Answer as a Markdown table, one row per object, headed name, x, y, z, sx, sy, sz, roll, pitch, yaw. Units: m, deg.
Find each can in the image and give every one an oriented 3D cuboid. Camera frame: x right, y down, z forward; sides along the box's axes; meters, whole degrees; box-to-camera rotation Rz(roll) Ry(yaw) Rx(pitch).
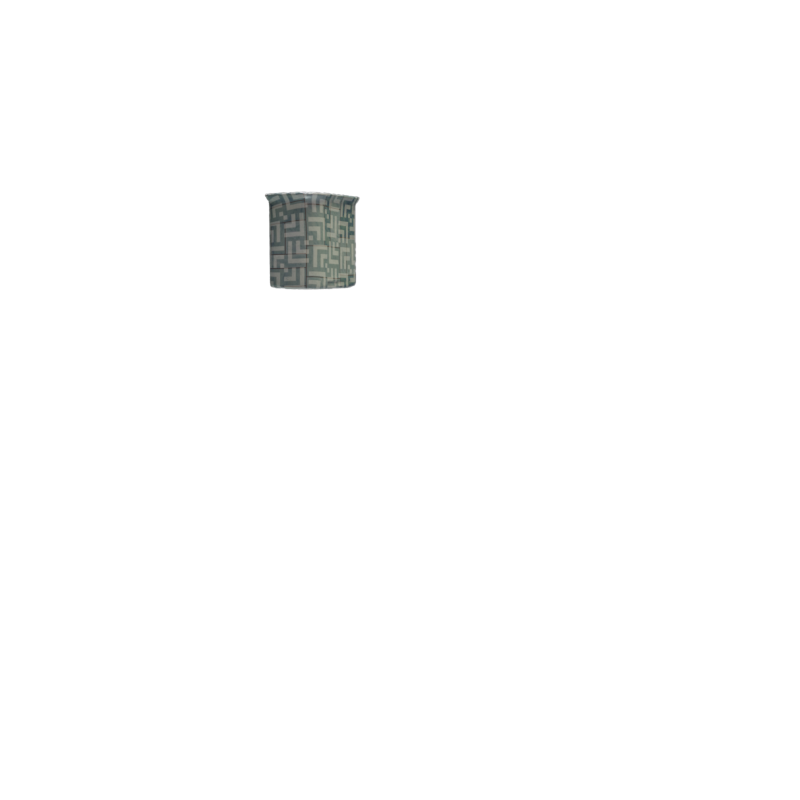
| name | x | y | z | sx | sy | sz | roll | pitch | yaw |
| --- | --- | --- | --- | --- | --- | --- | --- | --- | --- |
| can | -0.078 | -0.141 | 0.991 | 0.059 | 0.084 | 0.099 | 1 | 4 | 24 |
